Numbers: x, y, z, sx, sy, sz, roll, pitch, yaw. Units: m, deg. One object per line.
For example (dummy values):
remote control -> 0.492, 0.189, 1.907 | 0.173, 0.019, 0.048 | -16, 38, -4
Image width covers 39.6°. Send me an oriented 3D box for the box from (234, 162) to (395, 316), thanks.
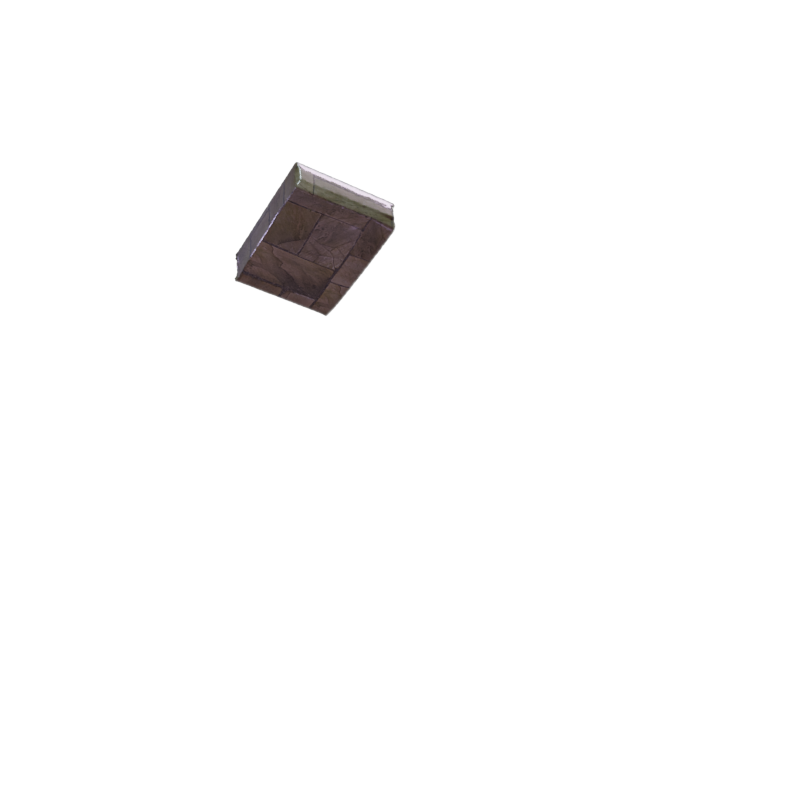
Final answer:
box -> -0.070, -0.127, 0.892 | 0.086, 0.042, 0.110 | 23, -52, -20
